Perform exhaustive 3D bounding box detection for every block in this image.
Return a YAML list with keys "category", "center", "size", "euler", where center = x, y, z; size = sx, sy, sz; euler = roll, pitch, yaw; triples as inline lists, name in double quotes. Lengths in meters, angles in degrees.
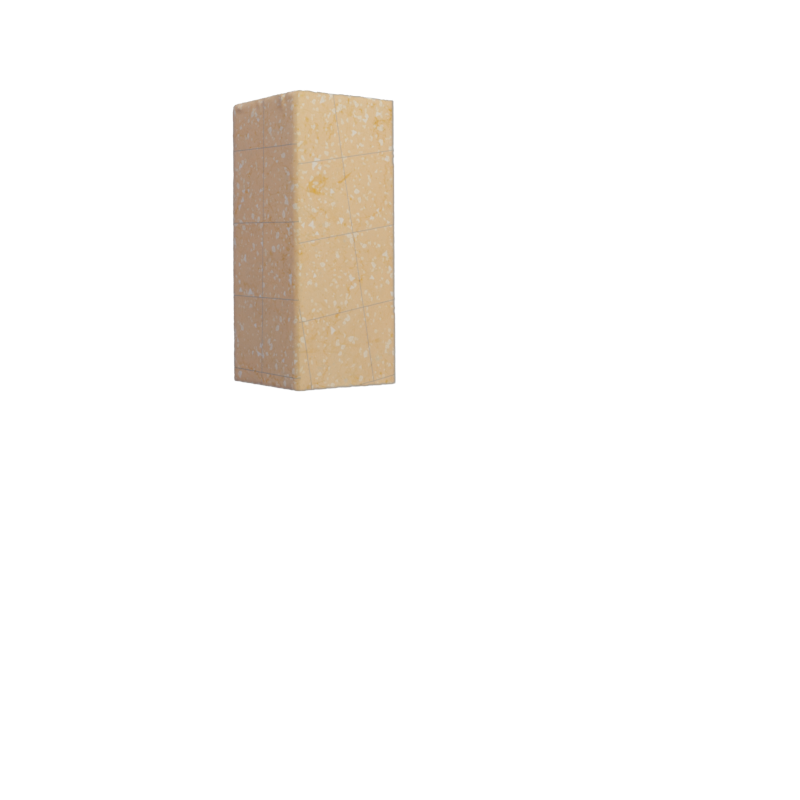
- category: "block"
  center: [-0.065, -0.117, 0.817]
  size: [0.087, 0.207, 0.094]
  euler: [0, 0, -37]
